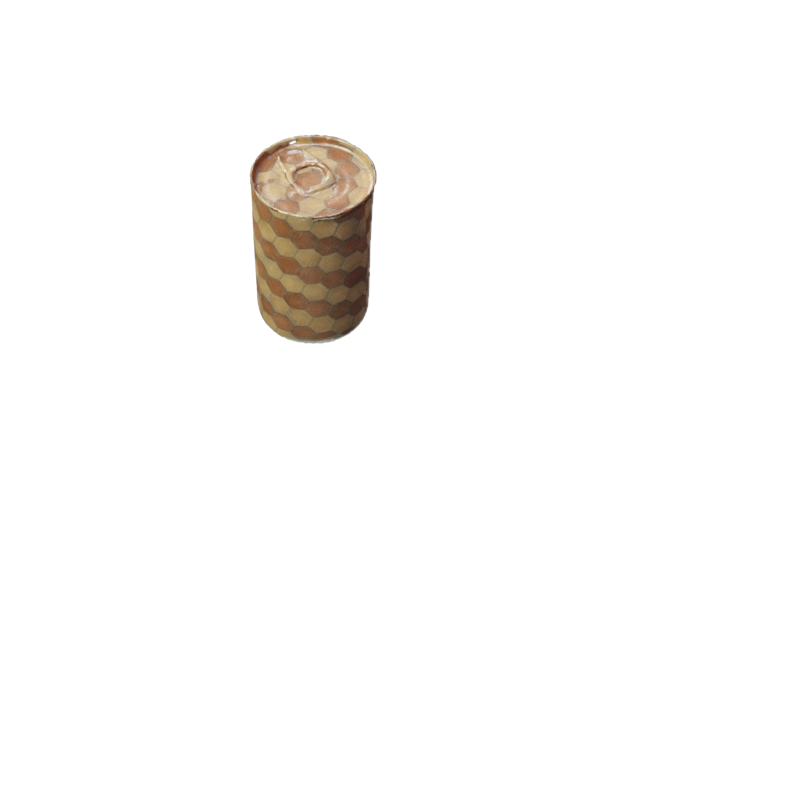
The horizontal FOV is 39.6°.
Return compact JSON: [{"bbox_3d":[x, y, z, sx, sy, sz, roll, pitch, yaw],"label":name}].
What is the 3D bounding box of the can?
[{"bbox_3d":[-0.049,-0.089,0.626,0.068,0.074,0.095,0,-42,-3],"label":"can"}]
